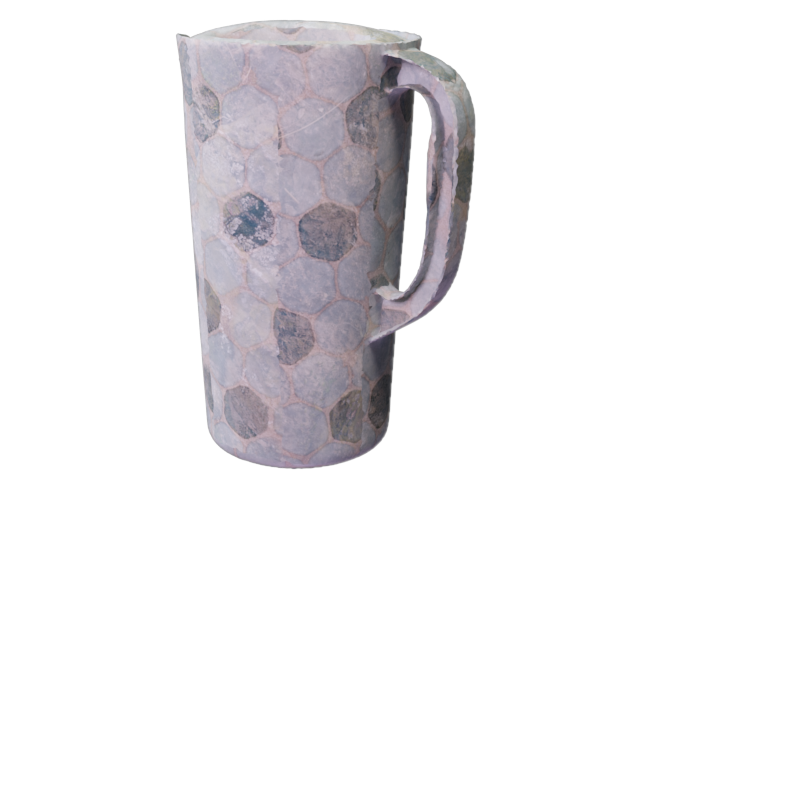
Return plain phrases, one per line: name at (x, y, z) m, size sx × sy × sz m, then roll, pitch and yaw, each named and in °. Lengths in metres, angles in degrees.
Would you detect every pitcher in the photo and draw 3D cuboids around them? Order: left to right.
pitcher at (-0.049, -0.089, 0.622) m, size 0.143 × 0.234 × 0.157 m, roll -3°, pitch 17°, yaw -12°
